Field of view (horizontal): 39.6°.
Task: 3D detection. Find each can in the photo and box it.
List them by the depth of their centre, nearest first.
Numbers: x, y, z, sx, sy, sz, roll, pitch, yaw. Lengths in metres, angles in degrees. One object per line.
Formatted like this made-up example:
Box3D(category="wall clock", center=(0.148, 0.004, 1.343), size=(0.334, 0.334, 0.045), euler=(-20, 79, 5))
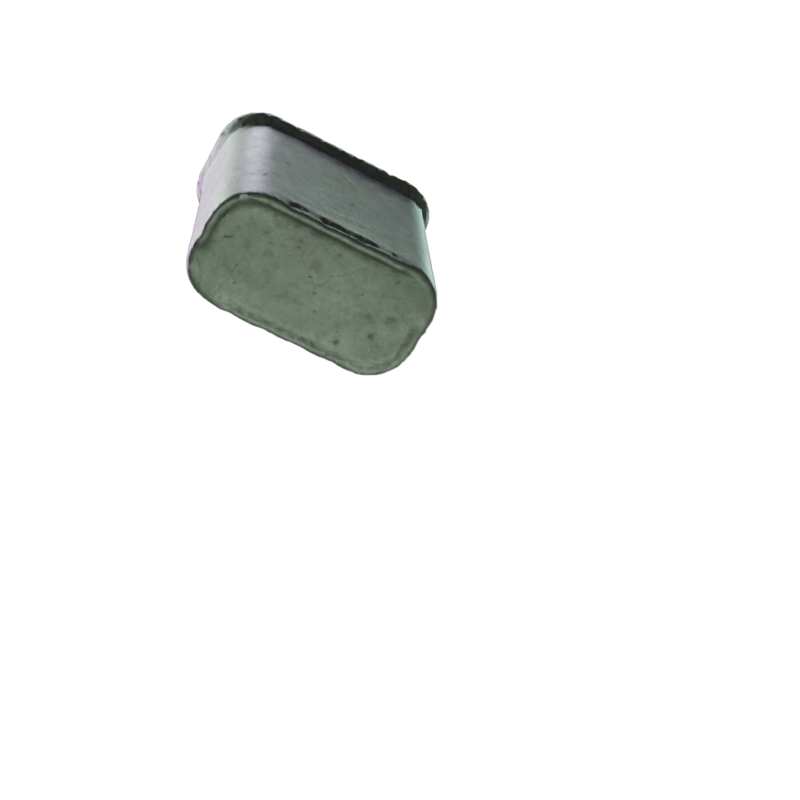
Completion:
Box3D(category="can", center=(-0.036, -0.065, 0.457), size=(0.099, 0.056, 0.089), euler=(25, 26, -15))
